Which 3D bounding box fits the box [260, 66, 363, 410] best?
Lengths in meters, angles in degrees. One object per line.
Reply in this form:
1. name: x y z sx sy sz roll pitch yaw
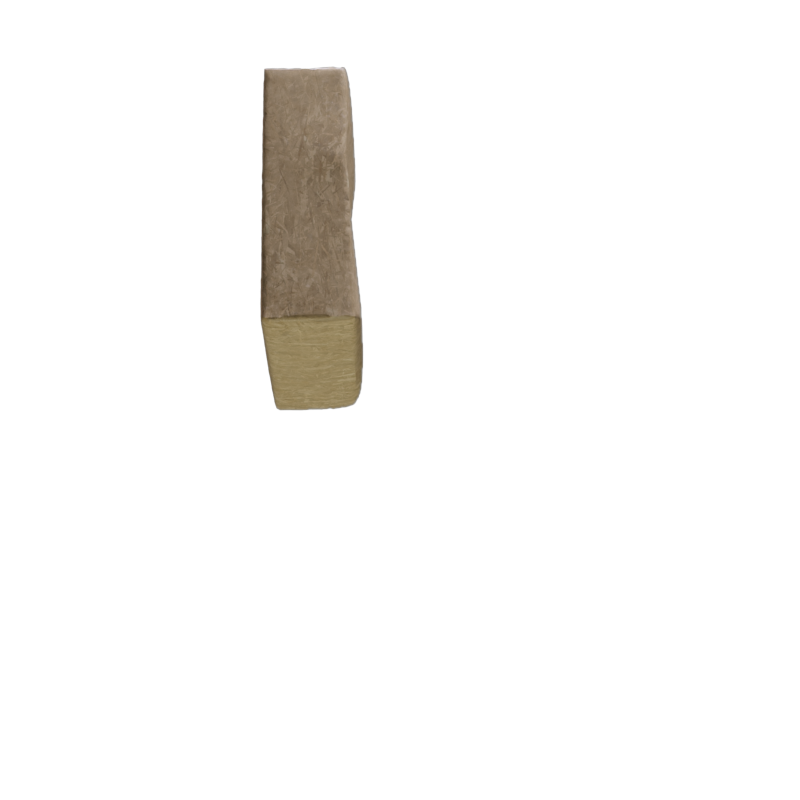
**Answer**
1. box: -0.066 -0.121 0.847 0.072 0.227 0.154 -1 -27 -2
